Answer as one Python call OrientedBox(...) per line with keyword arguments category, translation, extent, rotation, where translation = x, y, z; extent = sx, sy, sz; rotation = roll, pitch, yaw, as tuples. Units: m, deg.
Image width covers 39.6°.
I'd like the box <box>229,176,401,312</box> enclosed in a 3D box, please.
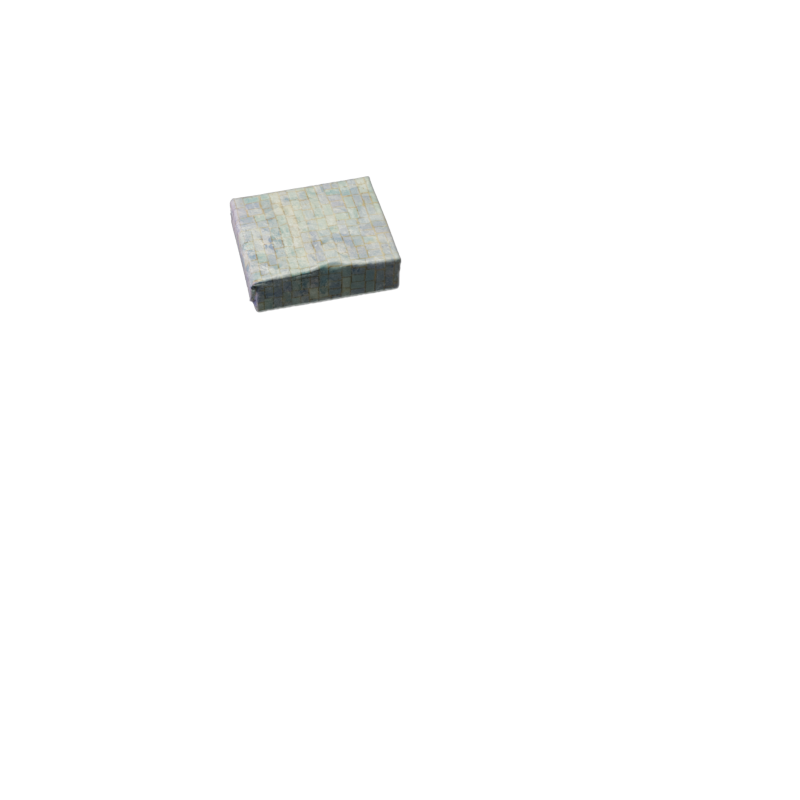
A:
OrientedBox(category="box", translation=(-0.052, -0.094, 0.659), extent=(0.088, 0.079, 0.028), rotation=(-11, -40, -9))
